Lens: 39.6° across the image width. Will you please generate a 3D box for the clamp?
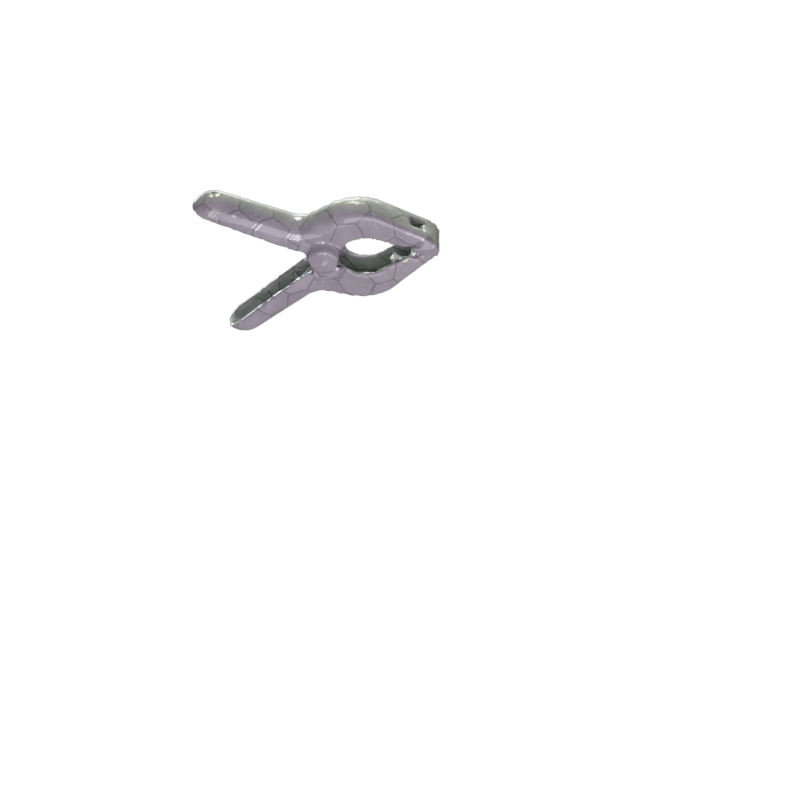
[{"bbox_3d":[-0.061,-0.112,0.784,0.173,0.042,0.111,-14,-46,13],"label":"clamp"}]
